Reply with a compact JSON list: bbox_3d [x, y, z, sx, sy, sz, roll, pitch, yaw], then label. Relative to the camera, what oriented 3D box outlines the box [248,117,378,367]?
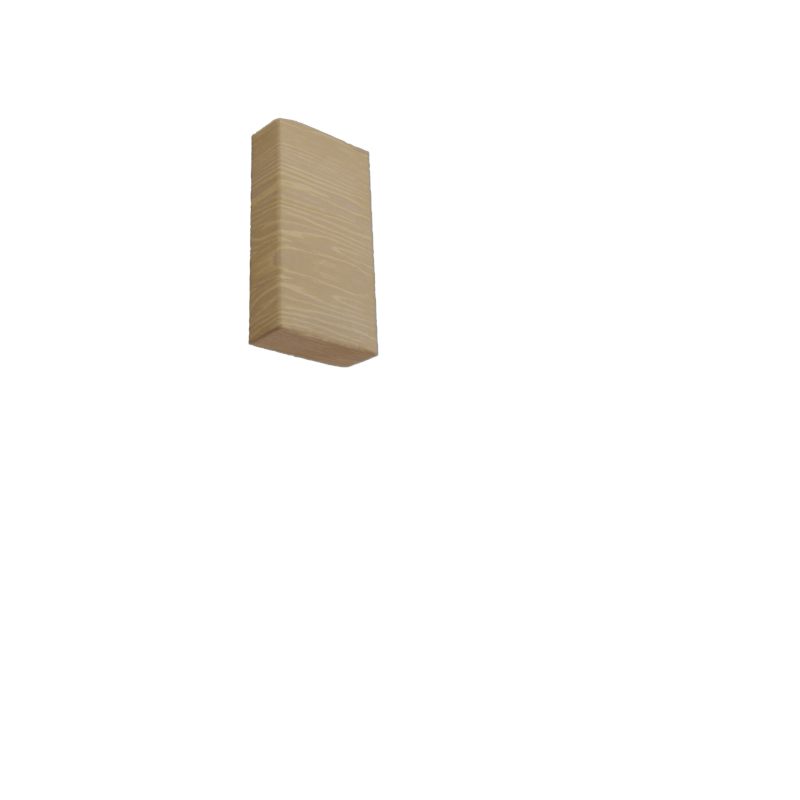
[{"bbox_3d":[-0.065,-0.119,0.832,0.088,0.186,0.048,16,-29,-36],"label":"box"}]
